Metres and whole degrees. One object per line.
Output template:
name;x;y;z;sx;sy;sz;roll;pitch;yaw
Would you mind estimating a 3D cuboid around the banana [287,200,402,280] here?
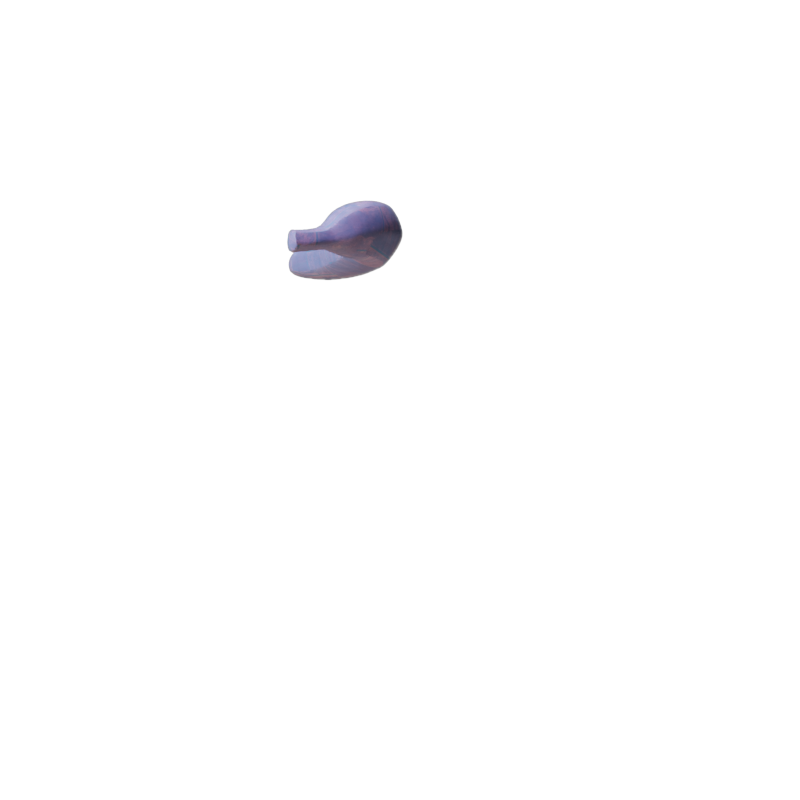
banana;-0.036;-0.099;0.690;0.069;0.037;0.197;0;0;-5
